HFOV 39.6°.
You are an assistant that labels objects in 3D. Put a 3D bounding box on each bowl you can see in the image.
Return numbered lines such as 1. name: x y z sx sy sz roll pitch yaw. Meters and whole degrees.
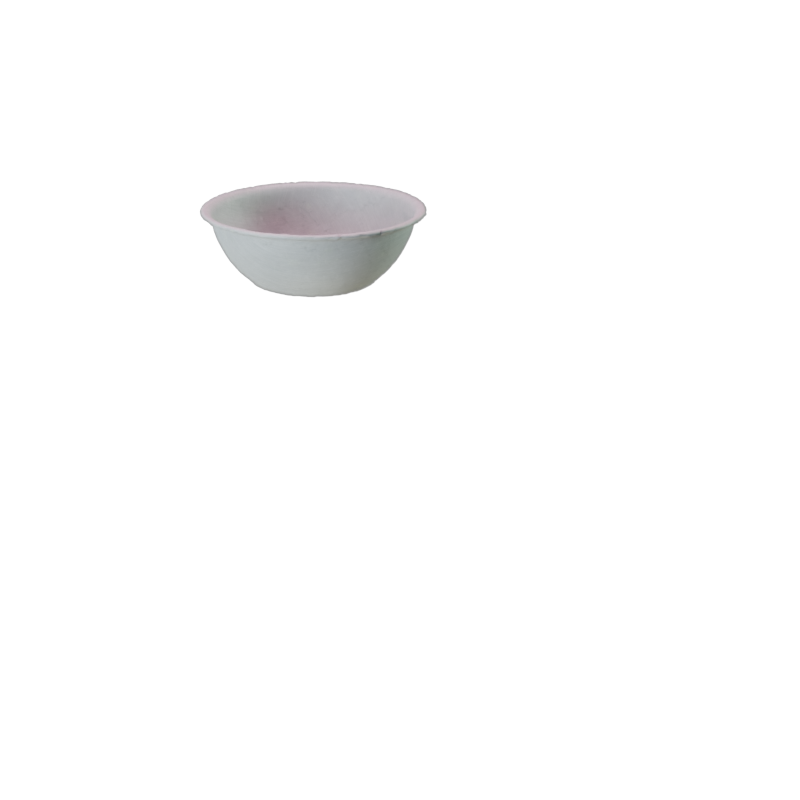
1. bowl: -0.063 -0.114 0.800 0.162 0.053 0.170 -1 22 -2
